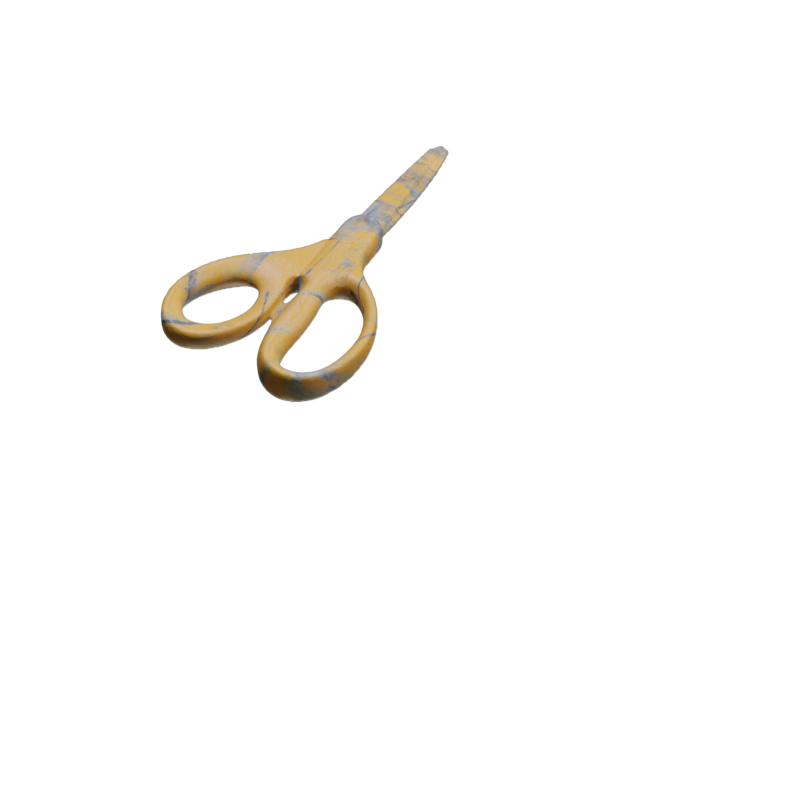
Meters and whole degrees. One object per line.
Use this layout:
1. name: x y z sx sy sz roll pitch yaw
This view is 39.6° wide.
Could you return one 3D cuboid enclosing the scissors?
1. scissors: -0.038 -0.070 0.490 0.098 0.015 0.213 6 38 7
